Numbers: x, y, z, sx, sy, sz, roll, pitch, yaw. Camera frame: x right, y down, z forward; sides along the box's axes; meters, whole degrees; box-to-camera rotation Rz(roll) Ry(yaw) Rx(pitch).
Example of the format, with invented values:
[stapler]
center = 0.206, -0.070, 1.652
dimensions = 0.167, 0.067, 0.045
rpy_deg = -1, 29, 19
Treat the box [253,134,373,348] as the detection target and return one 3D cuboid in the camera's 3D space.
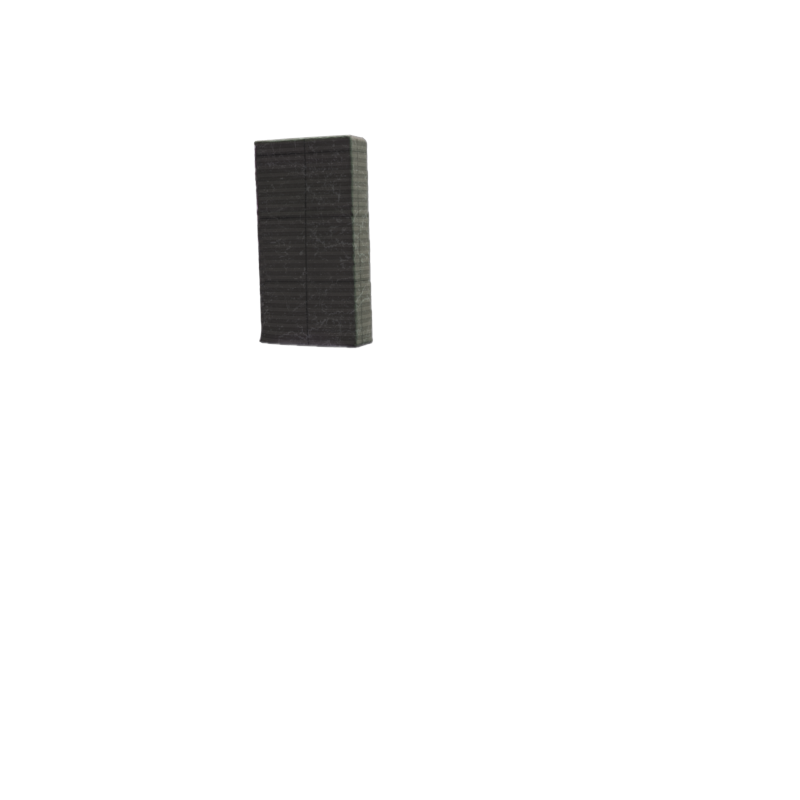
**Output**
[box]
center = -0.074, -0.135, 0.943
dimensions = 0.096, 0.176, 0.047
rpy_deg = 0, 0, 24
